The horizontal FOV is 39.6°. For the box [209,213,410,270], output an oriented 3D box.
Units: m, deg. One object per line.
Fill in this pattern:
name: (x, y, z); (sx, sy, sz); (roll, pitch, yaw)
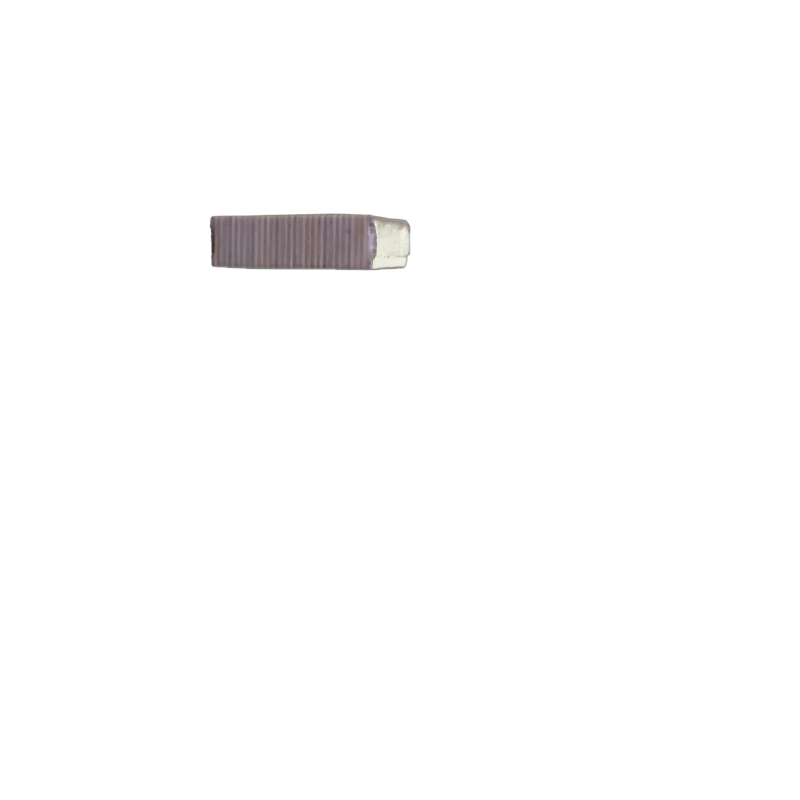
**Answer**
box: (-0.046, -0.084, 0.589); (0.091, 0.030, 0.072); (2, 6, 18)
